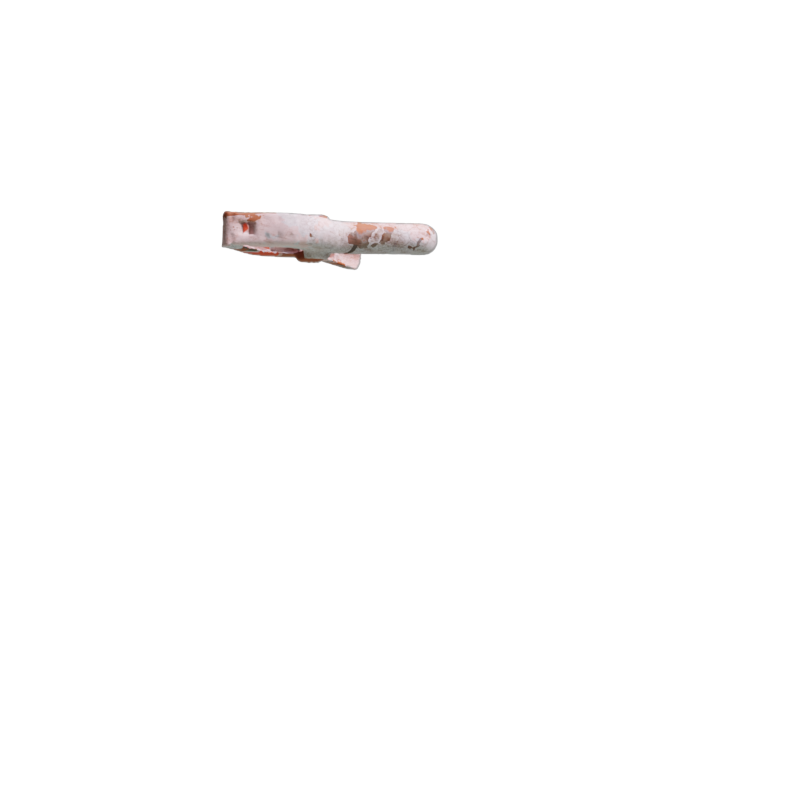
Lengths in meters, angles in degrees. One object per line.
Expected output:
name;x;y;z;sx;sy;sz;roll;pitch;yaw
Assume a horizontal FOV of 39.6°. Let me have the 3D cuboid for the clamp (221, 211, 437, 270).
clamp;-0.070;-0.128;0.895;0.166;0.040;0.121;4;-10;-25
